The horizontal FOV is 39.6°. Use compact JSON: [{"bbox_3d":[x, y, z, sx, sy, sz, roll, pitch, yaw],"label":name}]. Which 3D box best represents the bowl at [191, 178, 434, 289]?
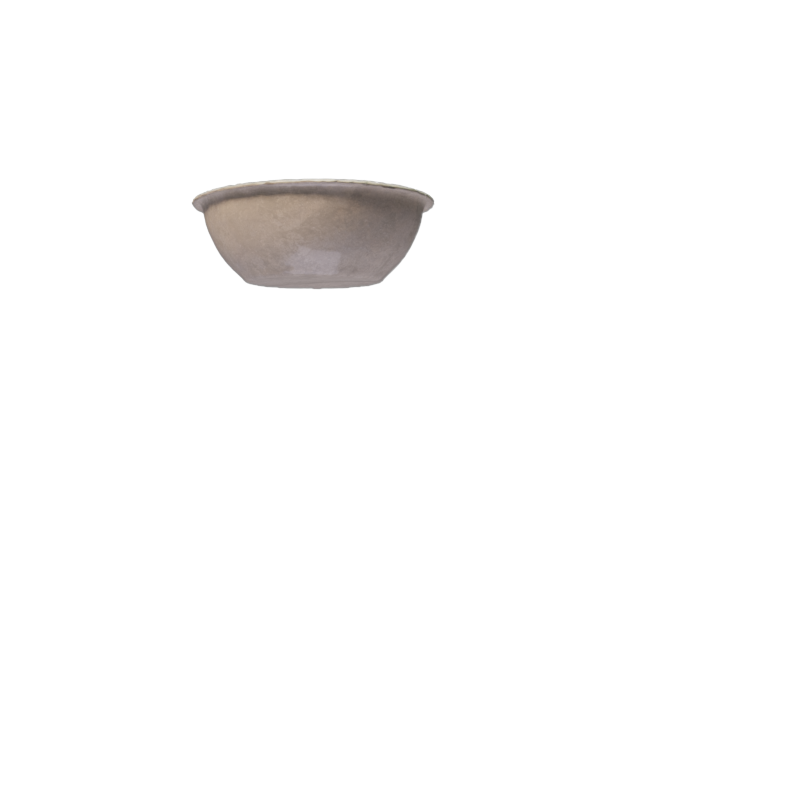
[{"bbox_3d":[-0.058,-0.105,0.738,0.162,0.056,0.161,0,-1,-2],"label":"bowl"}]
